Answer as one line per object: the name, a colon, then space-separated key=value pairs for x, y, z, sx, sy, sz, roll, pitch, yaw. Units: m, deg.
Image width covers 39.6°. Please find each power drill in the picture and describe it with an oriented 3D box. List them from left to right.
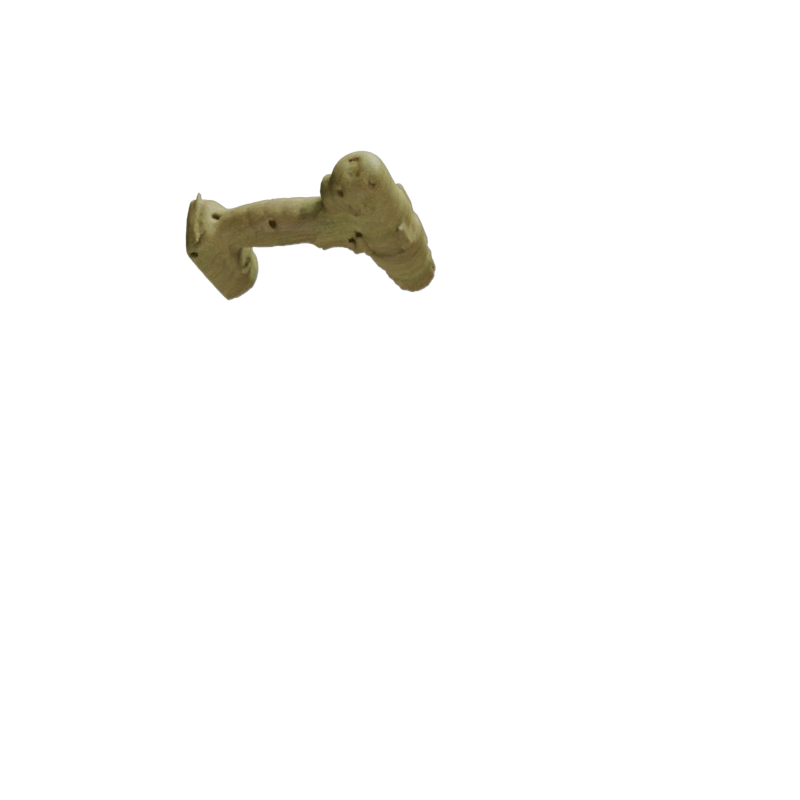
power drill: x=-0.074 y=-0.135 z=0.945 sx=0.190 sy=0.061 sz=0.171 roll=-9 pitch=-30 yaw=16
